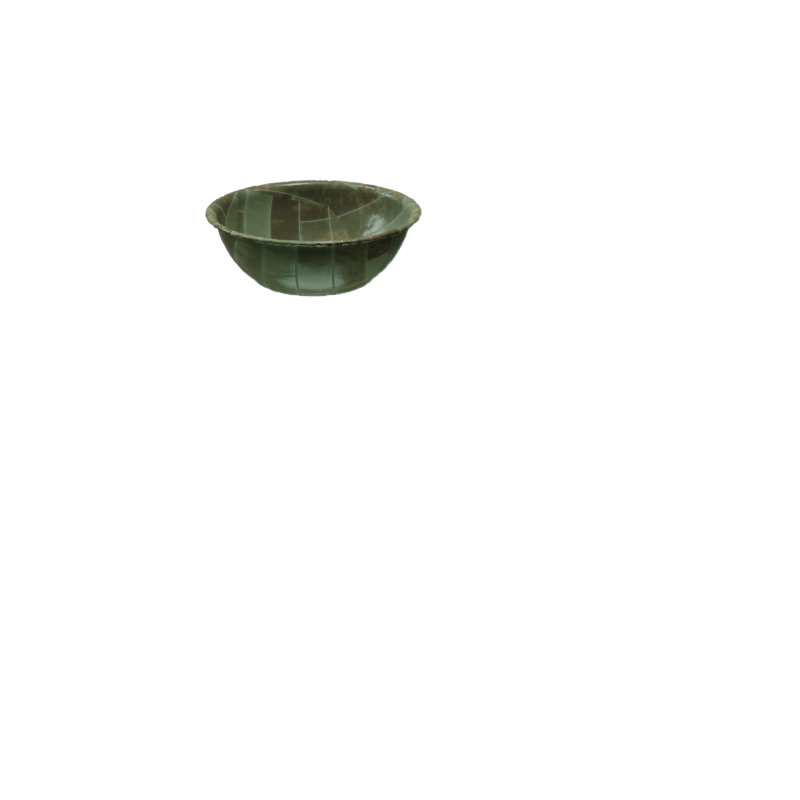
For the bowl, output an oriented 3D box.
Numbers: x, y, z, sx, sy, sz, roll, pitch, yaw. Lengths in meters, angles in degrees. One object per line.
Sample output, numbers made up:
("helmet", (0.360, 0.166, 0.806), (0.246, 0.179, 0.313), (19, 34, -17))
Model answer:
("bowl", (-0.066, -0.120, 0.838), (0.162, 0.052, 0.170), (-1, 25, -2))
